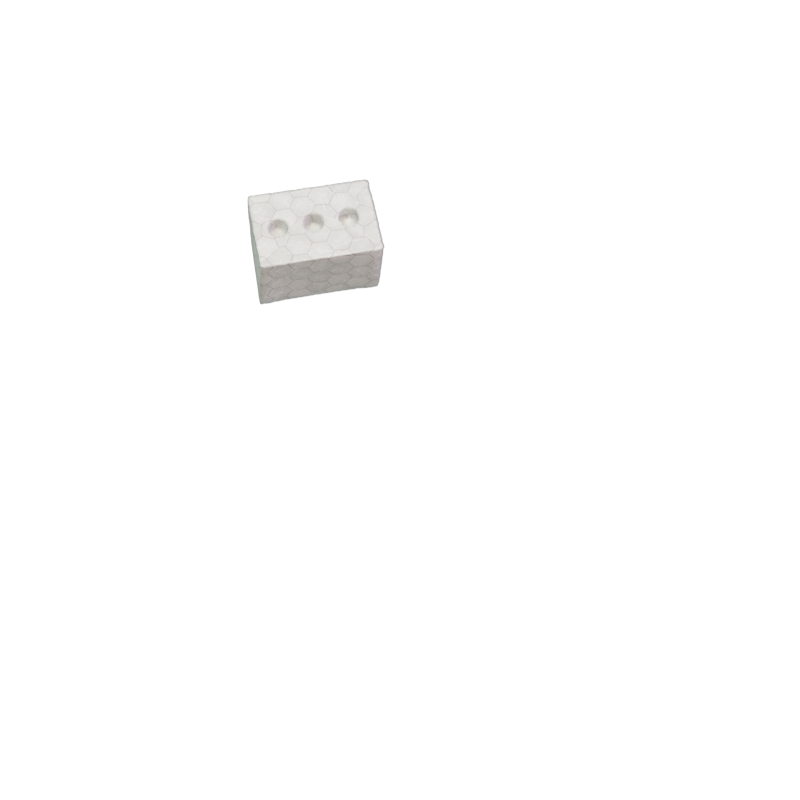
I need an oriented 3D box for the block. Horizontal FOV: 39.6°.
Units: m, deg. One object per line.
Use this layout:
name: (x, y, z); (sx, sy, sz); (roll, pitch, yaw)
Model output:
block: (-0.054, -0.099, 0.694); (0.077, 0.056, 0.048); (-10, -24, -6)
